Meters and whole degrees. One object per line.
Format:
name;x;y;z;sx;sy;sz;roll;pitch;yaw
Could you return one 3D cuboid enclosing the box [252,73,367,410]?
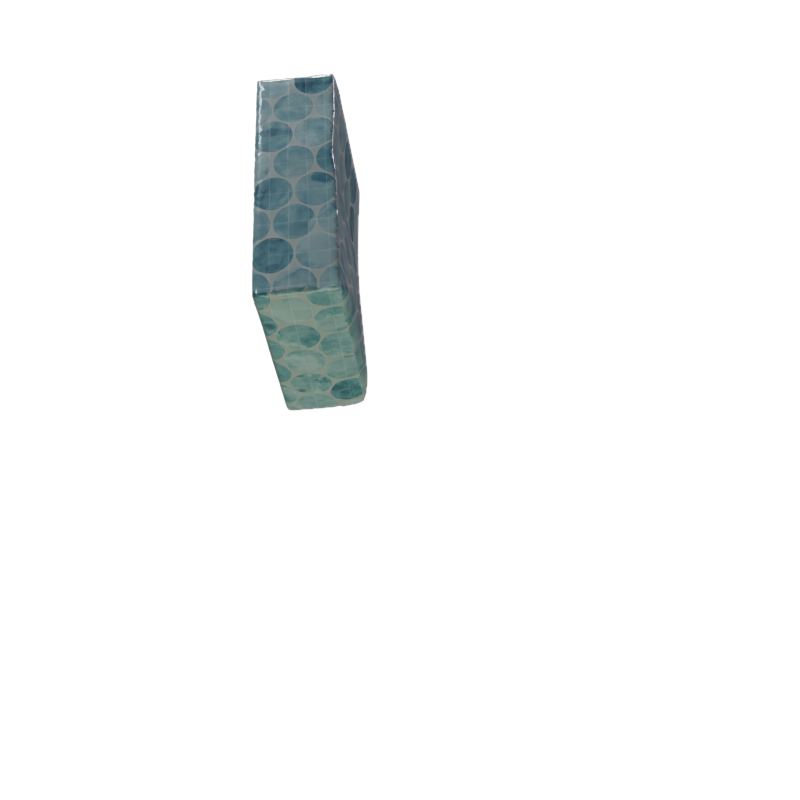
box;-0.069;-0.125;0.878;0.072;0.229;0.152;-5;-35;3
